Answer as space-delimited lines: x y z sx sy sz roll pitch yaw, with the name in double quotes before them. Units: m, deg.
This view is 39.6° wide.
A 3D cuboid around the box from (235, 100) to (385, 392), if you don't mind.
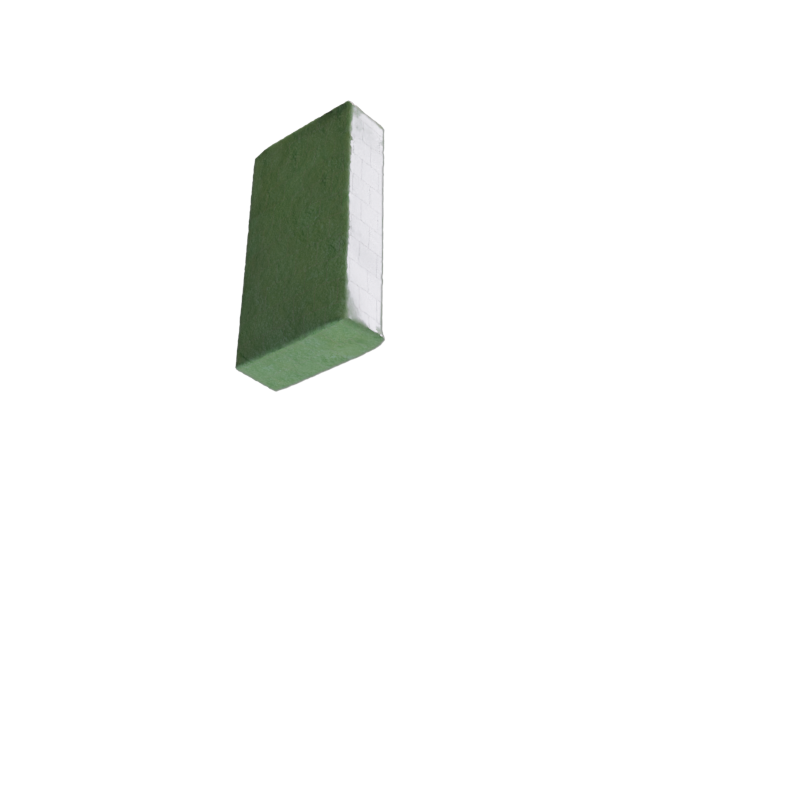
"box" -0.057 -0.103 0.722 0.094 0.188 0.045 -25 -39 31
